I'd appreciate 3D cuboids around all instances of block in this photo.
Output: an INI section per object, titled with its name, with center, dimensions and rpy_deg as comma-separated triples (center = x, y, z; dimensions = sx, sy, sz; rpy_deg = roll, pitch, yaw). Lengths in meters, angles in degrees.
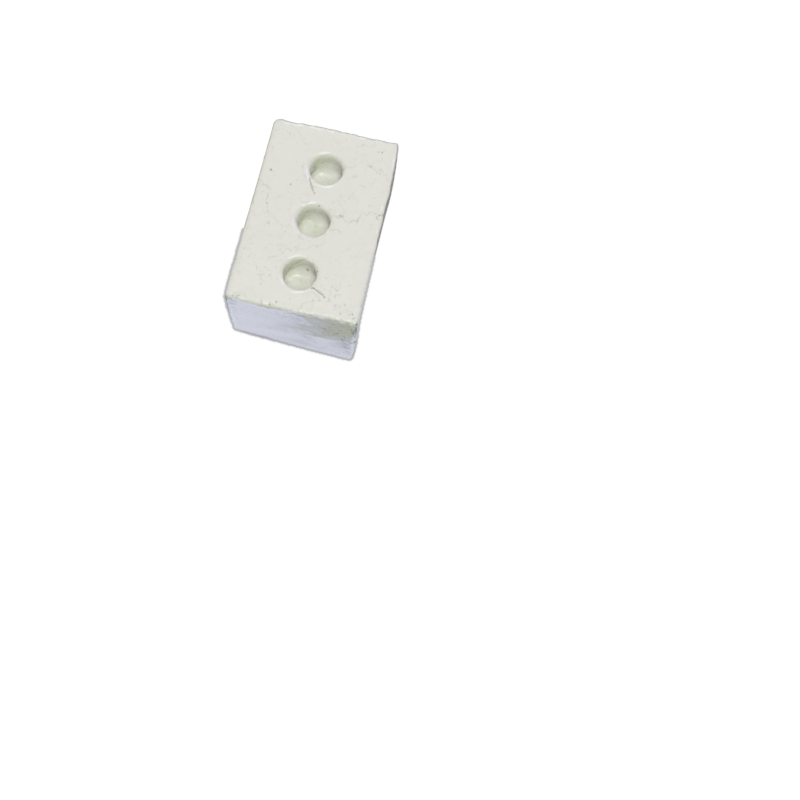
[block]
center = -0.035, -0.064, 0.448
dimensions = 0.053, 0.081, 0.049
rpy_deg = 12, -16, 1
